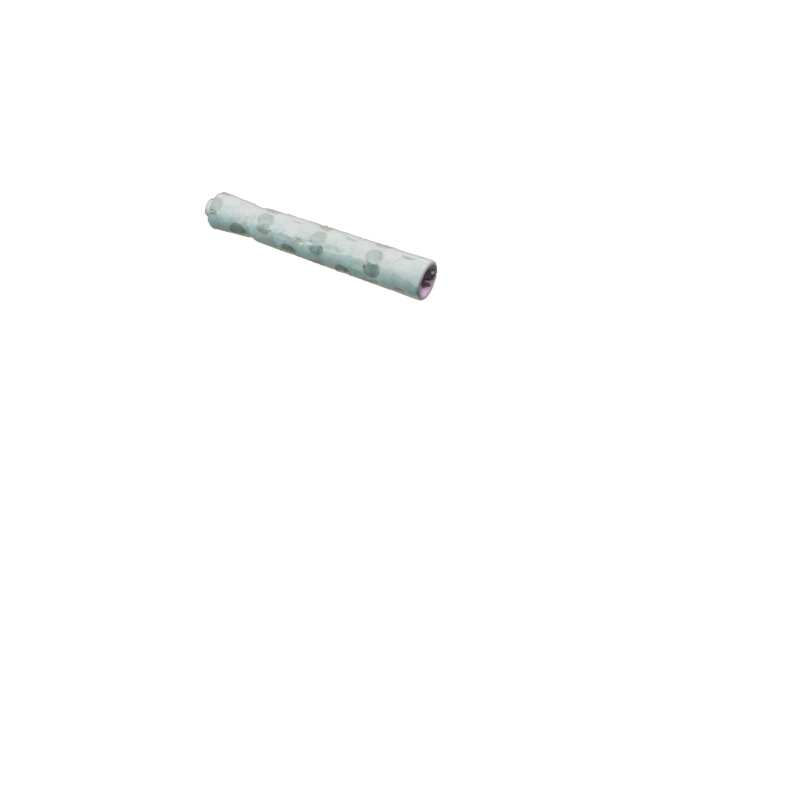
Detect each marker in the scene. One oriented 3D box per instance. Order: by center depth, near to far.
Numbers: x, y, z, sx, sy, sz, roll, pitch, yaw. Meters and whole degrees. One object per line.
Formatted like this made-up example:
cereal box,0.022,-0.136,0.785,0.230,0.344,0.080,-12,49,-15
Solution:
marker,-0.041,-0.074,0.517,0.127,0.019,0.019,22,13,26
